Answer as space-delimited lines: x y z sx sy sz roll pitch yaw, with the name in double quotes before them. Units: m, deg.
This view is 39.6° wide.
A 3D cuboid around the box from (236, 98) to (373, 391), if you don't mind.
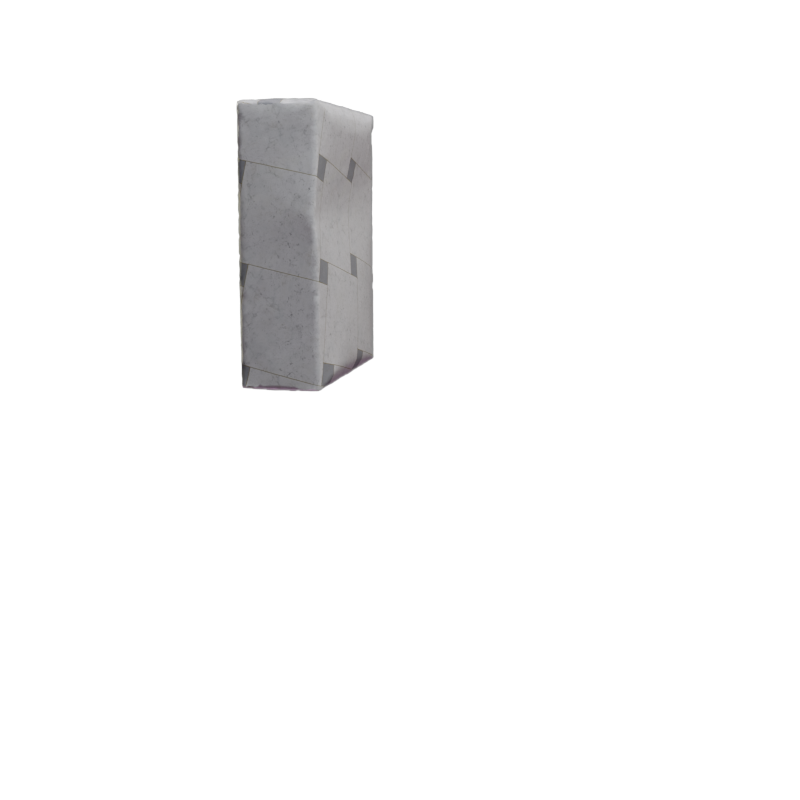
"box" -0.069 -0.126 0.880 0.073 0.212 0.162 1 5 14
